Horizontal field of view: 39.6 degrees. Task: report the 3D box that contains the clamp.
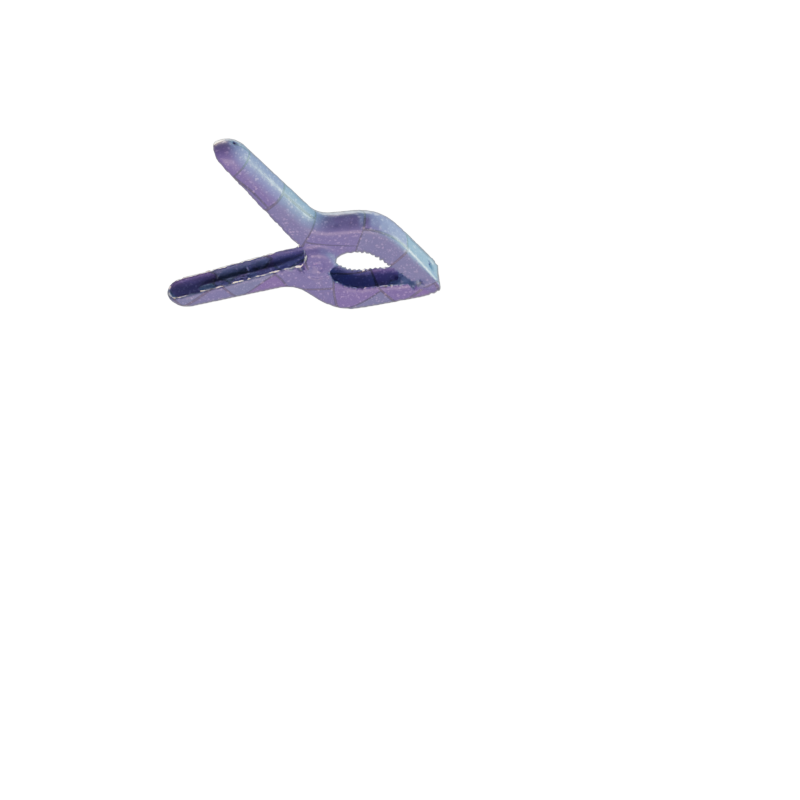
[{"bbox_3d":[-0.067,-0.122,0.851,0.207,0.039,0.155,8,-43,-8],"label":"clamp"}]
